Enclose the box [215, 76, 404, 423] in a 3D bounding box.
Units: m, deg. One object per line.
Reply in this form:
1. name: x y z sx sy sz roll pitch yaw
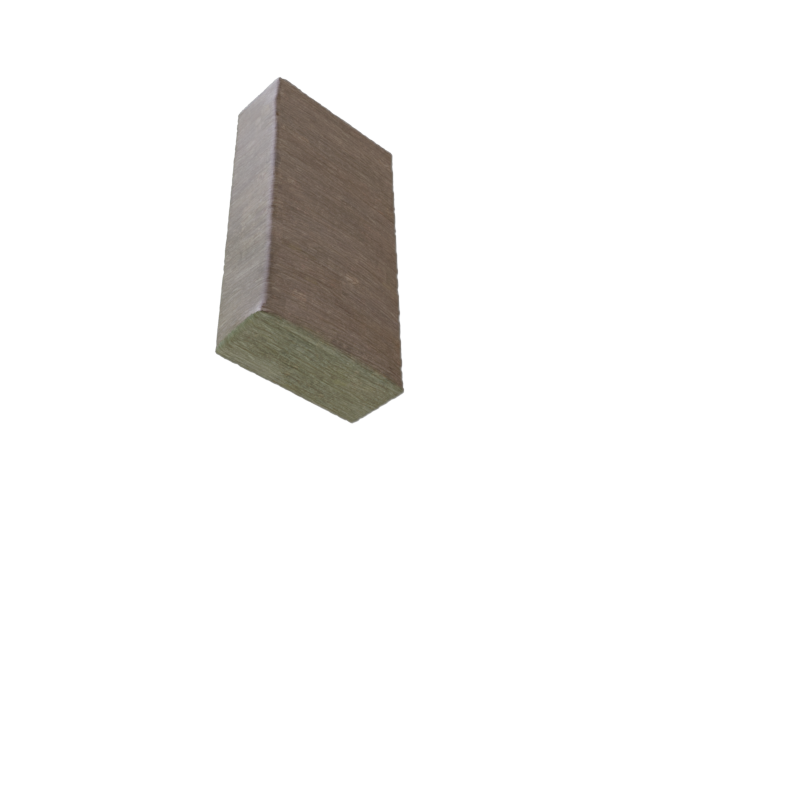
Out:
1. box: -0.047 -0.085 0.598 0.088 0.189 0.047 29 -51 -31
